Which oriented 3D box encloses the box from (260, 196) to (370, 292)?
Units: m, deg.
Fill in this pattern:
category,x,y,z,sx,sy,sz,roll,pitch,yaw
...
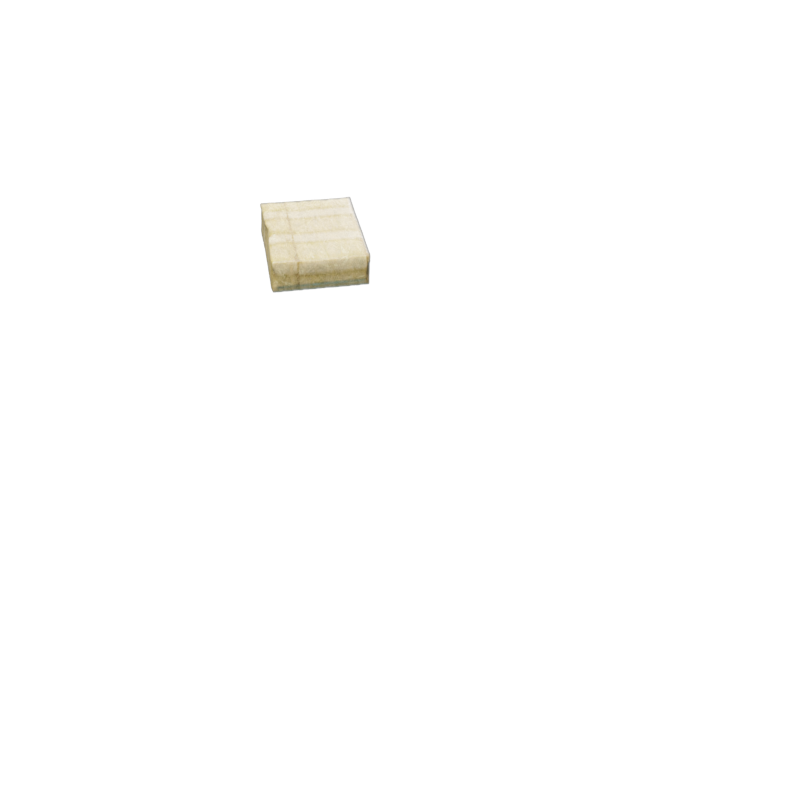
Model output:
category,x,y,z,sx,sy,sz,roll,pitch,yaw
box,-0.066,-0.121,0.844,0.072,0.028,0.096,-6,39,-8
